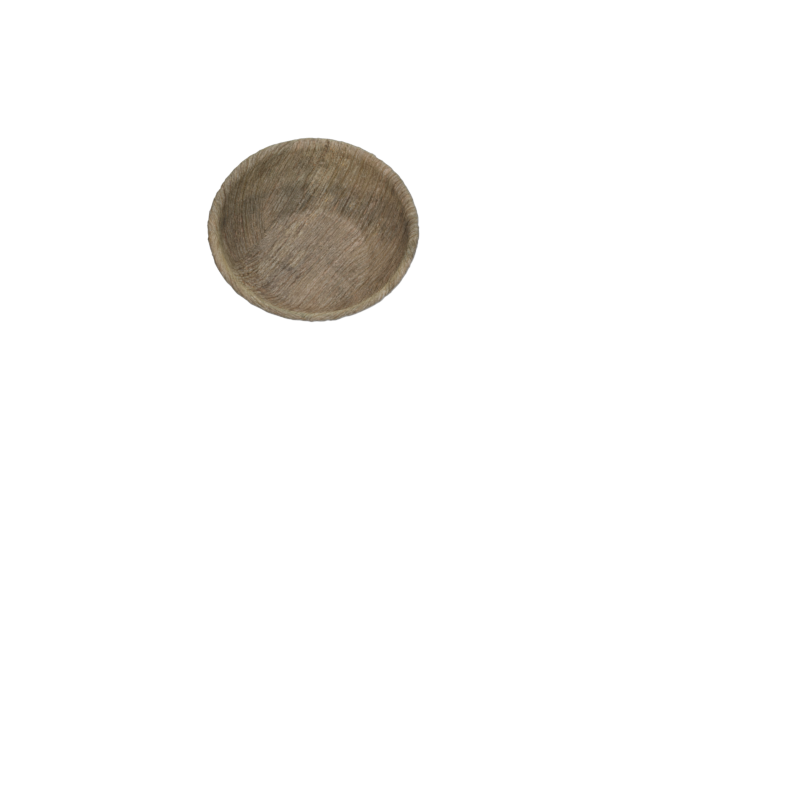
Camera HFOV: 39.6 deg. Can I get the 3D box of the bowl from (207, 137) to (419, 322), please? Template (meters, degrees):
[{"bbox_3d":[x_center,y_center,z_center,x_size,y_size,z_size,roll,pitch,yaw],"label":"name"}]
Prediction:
[{"bbox_3d":[-0.068,-0.124,0.865,0.162,0.172,0.052,-1,-28,-1],"label":"bowl"}]
